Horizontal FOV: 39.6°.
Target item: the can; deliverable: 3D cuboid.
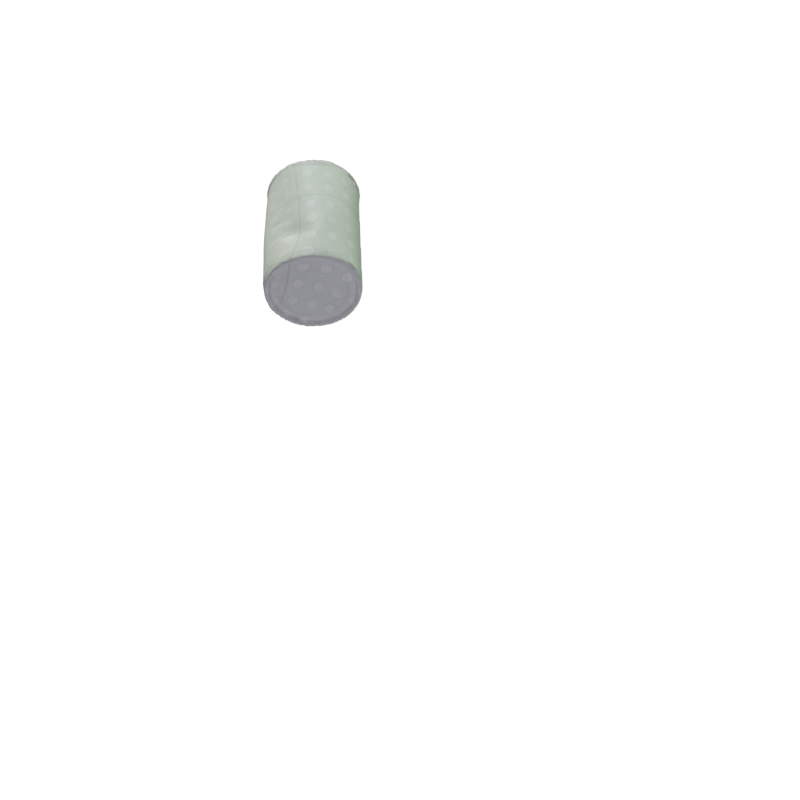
[{"bbox_3d":[-0.060,-0.110,0.771,0.068,0.110,0.064,-1,-45,-3],"label":"can"}]
